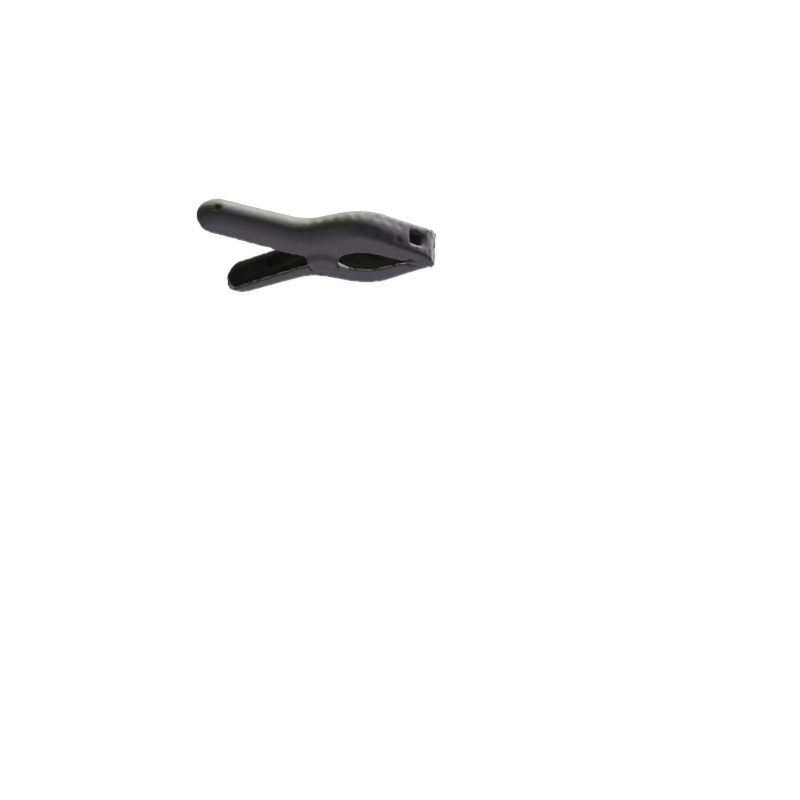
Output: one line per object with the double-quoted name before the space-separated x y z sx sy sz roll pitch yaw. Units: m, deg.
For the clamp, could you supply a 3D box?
"clamp" -0.063 -0.115 0.808 0.174 0.041 0.113 -4 -16 14
